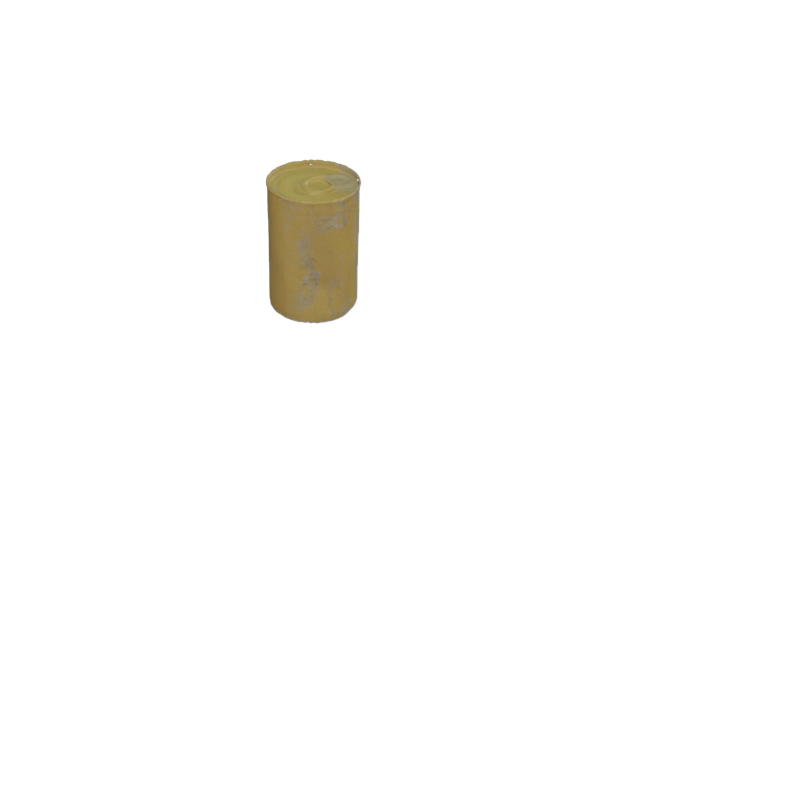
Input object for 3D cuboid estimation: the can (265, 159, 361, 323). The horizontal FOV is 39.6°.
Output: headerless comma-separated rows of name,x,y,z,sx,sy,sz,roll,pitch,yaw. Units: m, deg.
can,-0.064,-0.116,0.814,0.068,0.096,0.073,0,33,-3
